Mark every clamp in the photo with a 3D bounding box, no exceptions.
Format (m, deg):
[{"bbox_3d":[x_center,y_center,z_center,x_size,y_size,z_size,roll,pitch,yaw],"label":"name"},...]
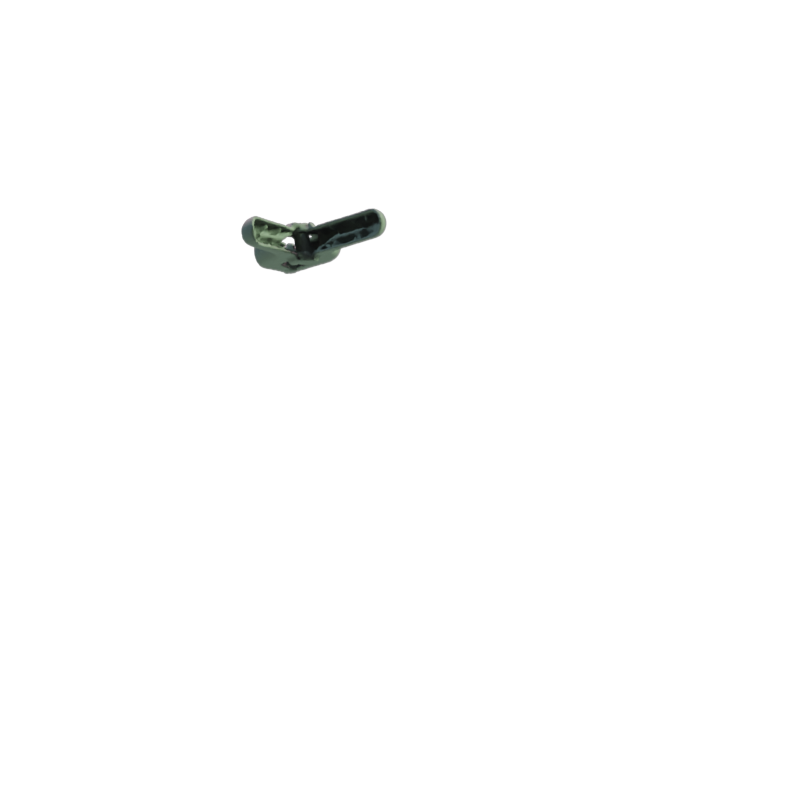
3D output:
[{"bbox_3d":[-0.077,-0.140,0.980,0.120,0.040,0.170,0,0,-4],"label":"clamp"}]
